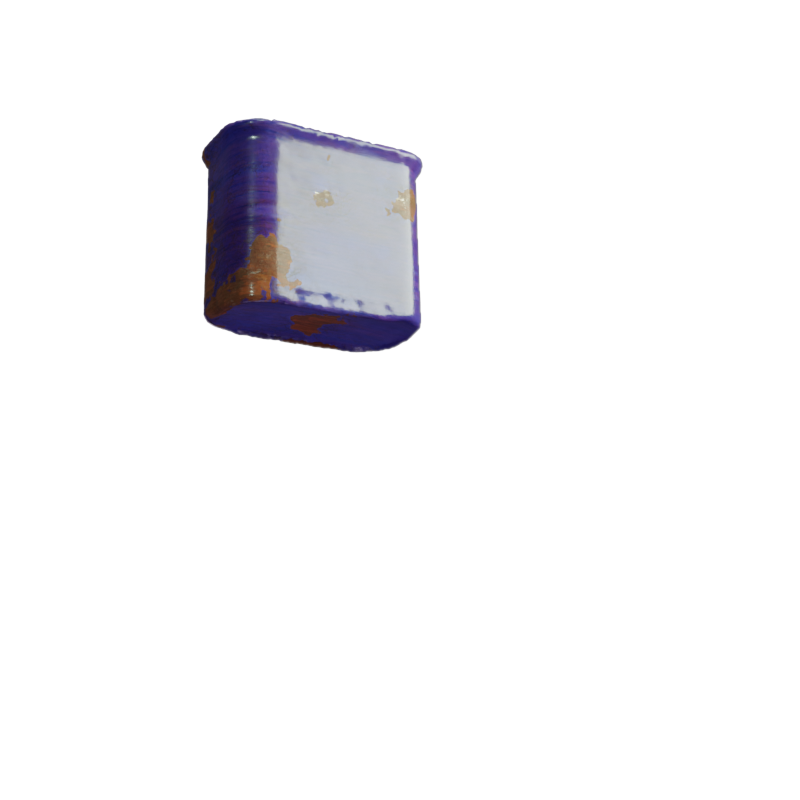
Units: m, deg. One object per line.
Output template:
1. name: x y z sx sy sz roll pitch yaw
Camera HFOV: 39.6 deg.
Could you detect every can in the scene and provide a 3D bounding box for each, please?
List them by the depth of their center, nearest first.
1. can: -0.040 -0.072 0.505 0.098 0.088 0.057 9 -21 -27
